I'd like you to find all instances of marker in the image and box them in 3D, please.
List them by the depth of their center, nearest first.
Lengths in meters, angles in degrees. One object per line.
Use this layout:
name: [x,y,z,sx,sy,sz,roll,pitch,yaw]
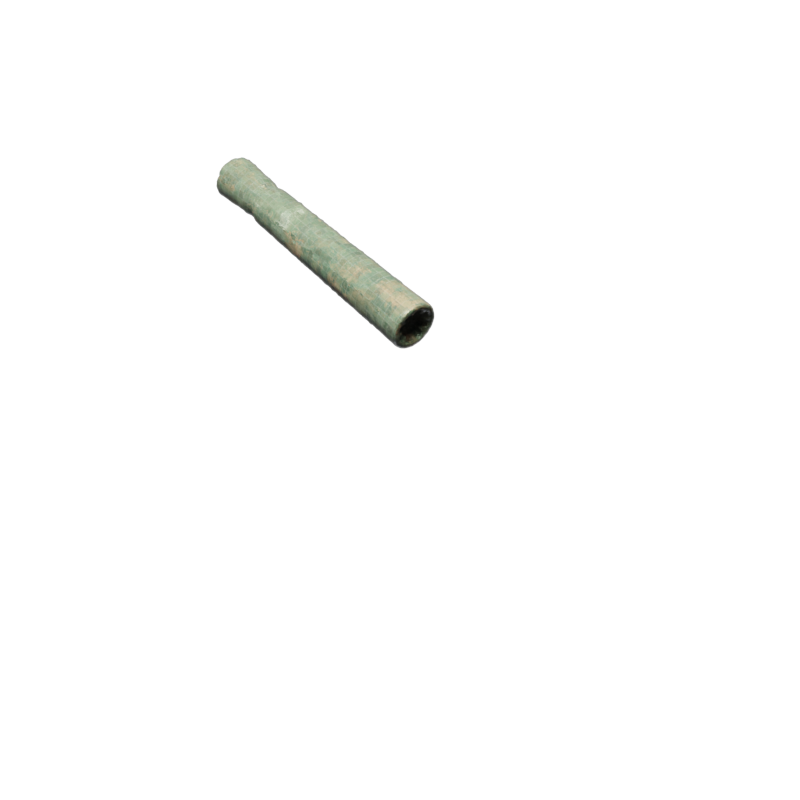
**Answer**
marker: [-0.033,-0.061,0.425,0.019,0.019,0.130,-3,35,-44]
